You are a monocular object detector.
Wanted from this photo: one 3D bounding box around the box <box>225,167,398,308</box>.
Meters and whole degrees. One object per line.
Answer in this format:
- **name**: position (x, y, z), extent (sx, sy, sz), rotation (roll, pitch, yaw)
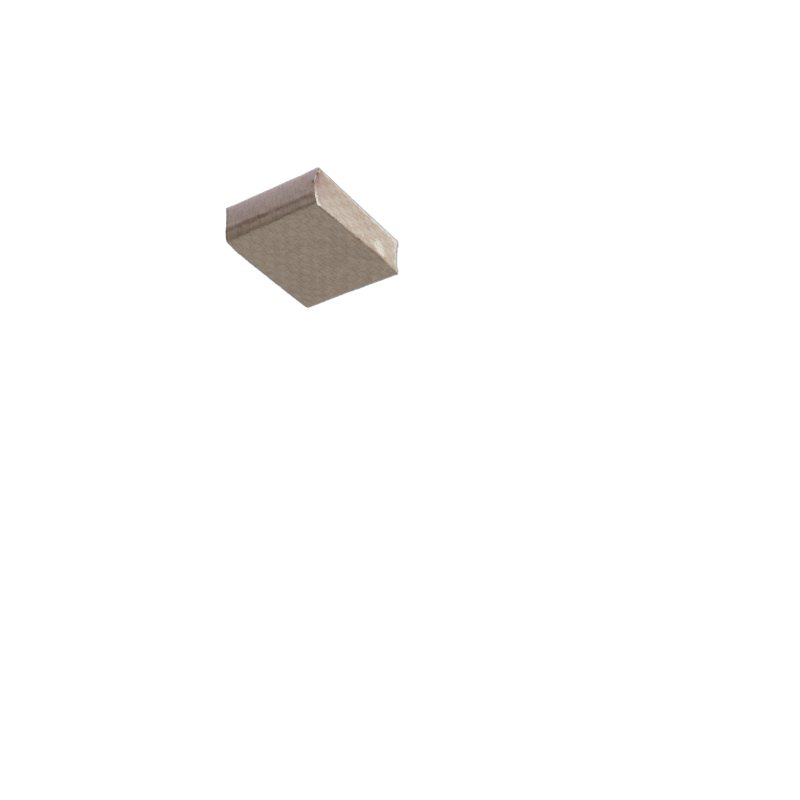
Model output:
- **box**: position (-0.067, -0.123, 0.859), extent (0.091, 0.041, 0.105), rotation (-19, -35, 29)
